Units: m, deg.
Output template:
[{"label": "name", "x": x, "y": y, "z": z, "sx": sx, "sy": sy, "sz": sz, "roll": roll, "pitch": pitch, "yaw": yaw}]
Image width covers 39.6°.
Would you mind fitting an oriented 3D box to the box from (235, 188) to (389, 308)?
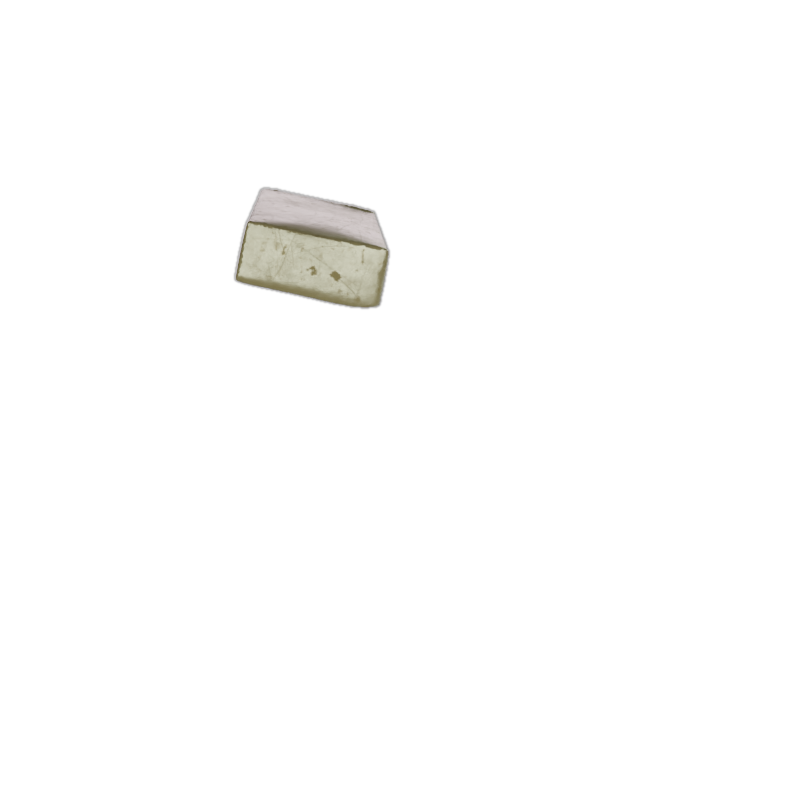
[{"label": "box", "x": -0.060, "y": -0.110, "z": 0.769, "sx": 0.092, "sy": 0.047, "sz": 0.183, "roll": 11, "pitch": 18, "yaw": -7}]
